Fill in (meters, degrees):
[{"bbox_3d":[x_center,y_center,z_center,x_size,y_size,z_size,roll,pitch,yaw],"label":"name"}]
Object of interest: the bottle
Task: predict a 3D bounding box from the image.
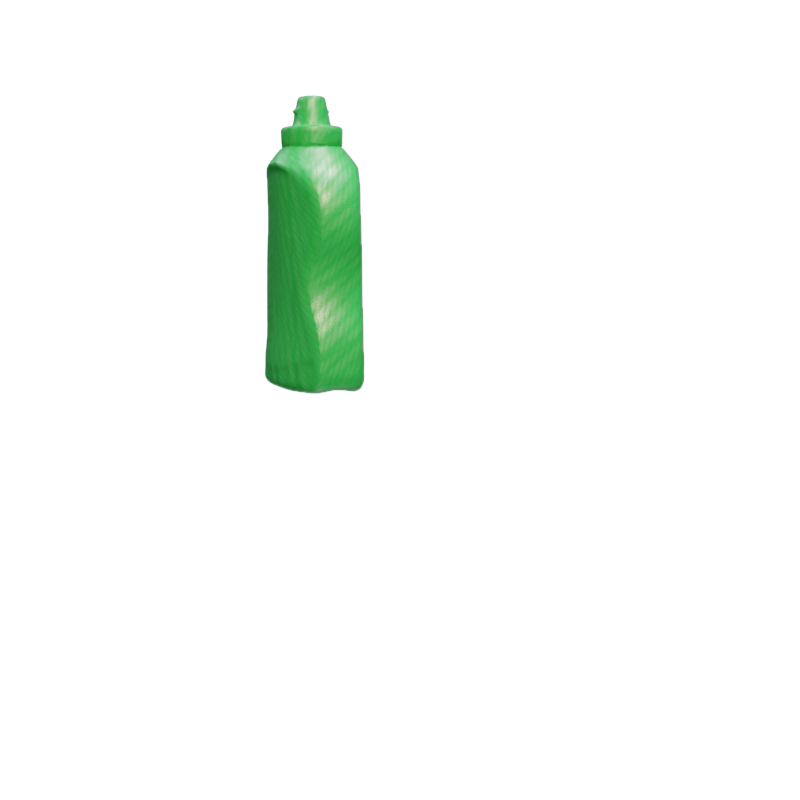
[{"bbox_3d":[-0.058,-0.105,0.735,0.057,0.191,0.099,0,2,-22],"label":"bottle"}]
